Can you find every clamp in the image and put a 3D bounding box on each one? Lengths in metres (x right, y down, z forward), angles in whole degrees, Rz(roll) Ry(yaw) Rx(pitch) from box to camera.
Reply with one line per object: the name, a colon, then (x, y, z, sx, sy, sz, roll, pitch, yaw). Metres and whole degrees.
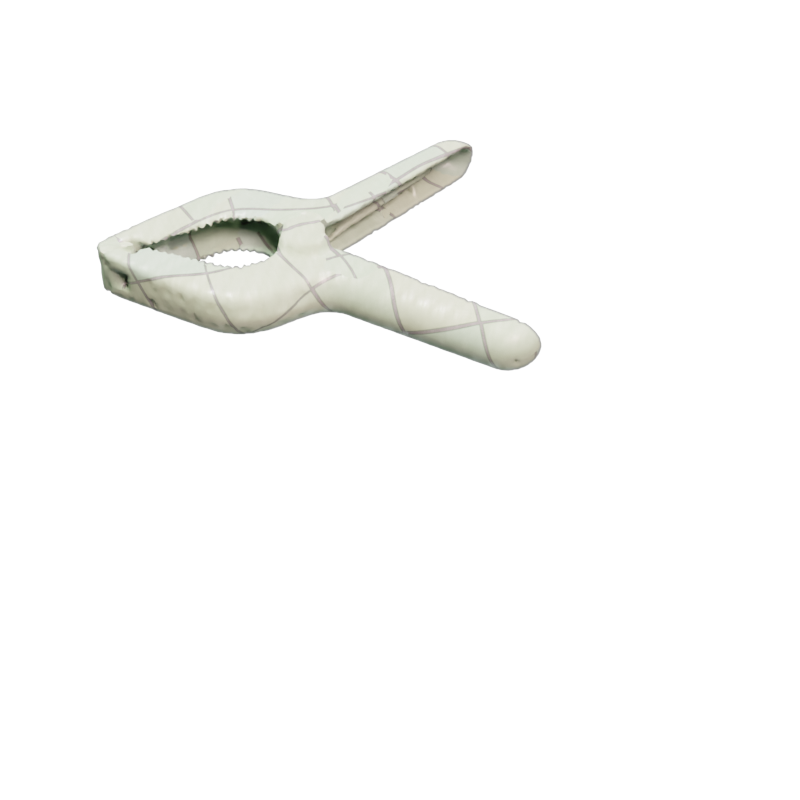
clamp: (-0.044, -0.080, 0.562, 0.210, 0.034, 0.176, 0, 43, 0)
